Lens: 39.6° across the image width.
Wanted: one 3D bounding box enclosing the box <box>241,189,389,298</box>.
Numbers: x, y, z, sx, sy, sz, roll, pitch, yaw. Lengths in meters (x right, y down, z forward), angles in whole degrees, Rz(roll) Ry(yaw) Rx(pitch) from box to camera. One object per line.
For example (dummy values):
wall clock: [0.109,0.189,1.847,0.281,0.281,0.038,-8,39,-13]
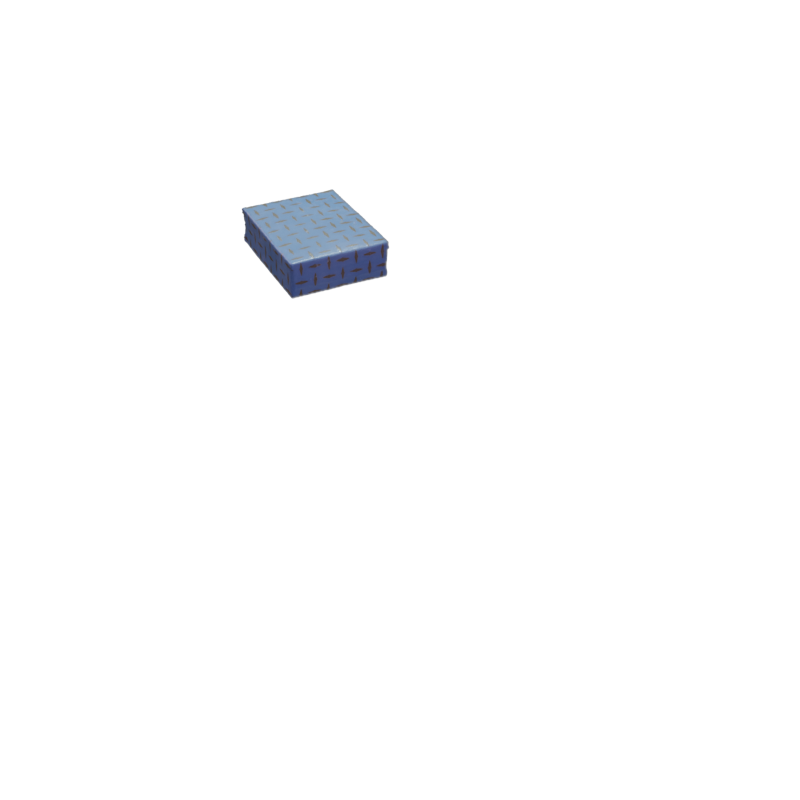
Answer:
box: [-0.074,-0.136,0.952,0.088,0.037,0.122,-15,35,-22]
